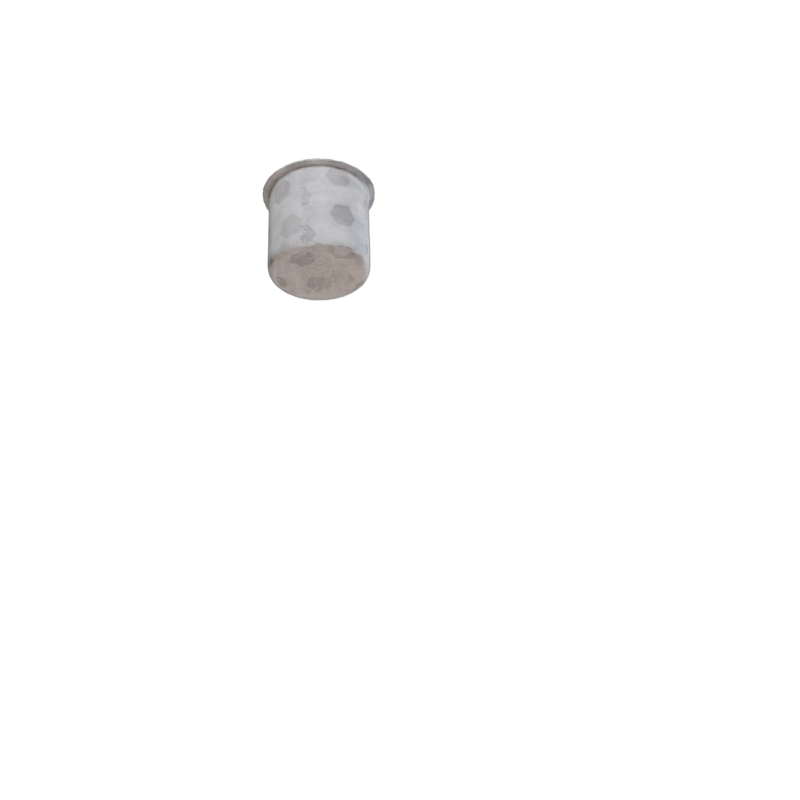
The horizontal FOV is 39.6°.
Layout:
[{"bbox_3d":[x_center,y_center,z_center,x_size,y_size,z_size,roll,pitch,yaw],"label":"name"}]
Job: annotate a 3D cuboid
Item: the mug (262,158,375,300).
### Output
[{"bbox_3d":[-0.071,-0.129,0.901,0.090,0.087,0.113,13,-34,-21],"label":"mug"}]
